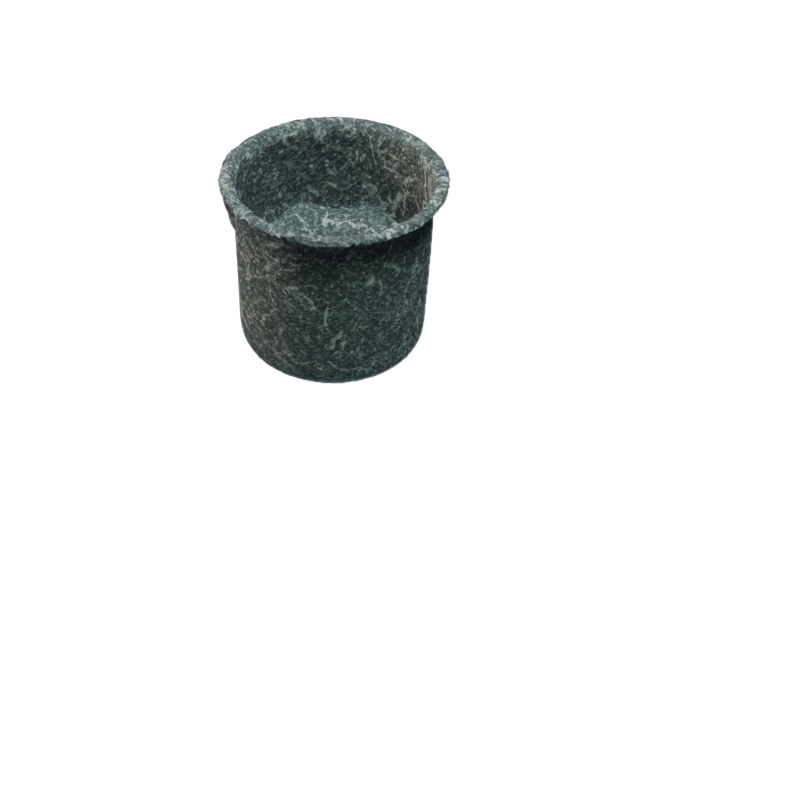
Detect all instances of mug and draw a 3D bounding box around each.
[{"bbox_3d":[-0.037,-0.068,0.477,0.125,0.076,0.094,33,50,31],"label":"mug"}]
